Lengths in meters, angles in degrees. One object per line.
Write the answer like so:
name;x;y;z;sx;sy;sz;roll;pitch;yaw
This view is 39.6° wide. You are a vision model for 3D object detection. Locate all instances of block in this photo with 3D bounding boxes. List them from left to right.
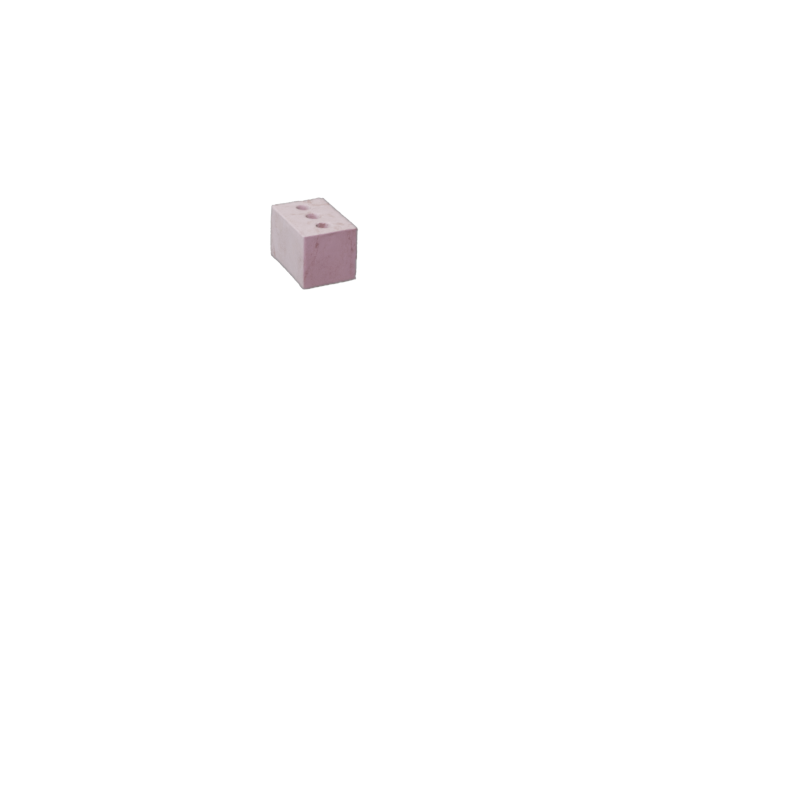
block;-0.076;-0.139;0.974;0.052;0.048;0.084;-12;32;-23
